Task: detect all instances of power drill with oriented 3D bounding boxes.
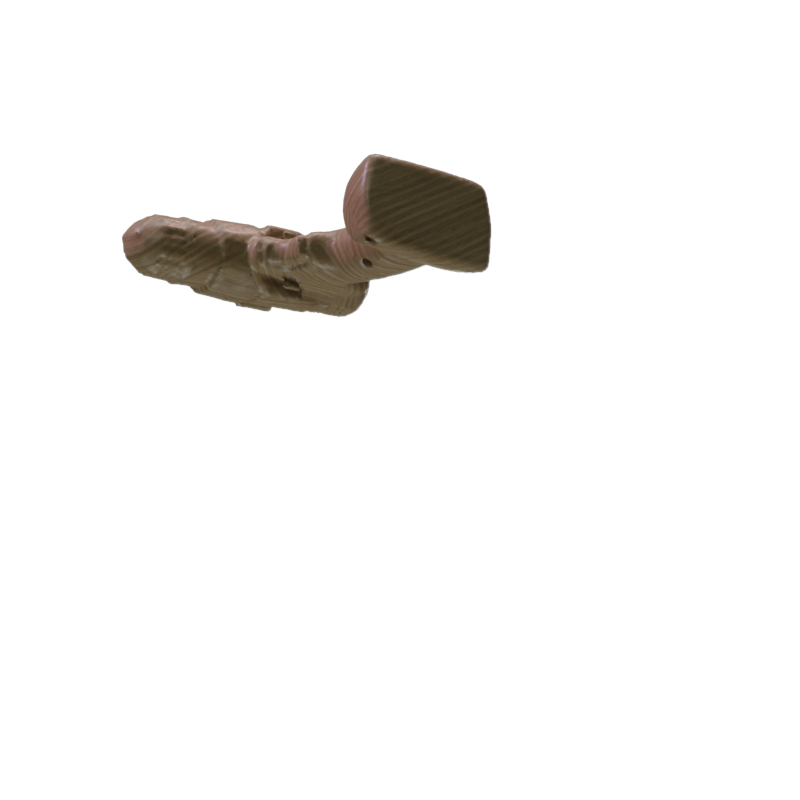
[{"bbox_3d":[-0.054,-0.098,0.684,0.176,0.059,0.192,6,-10,-40],"label":"power drill"}]
